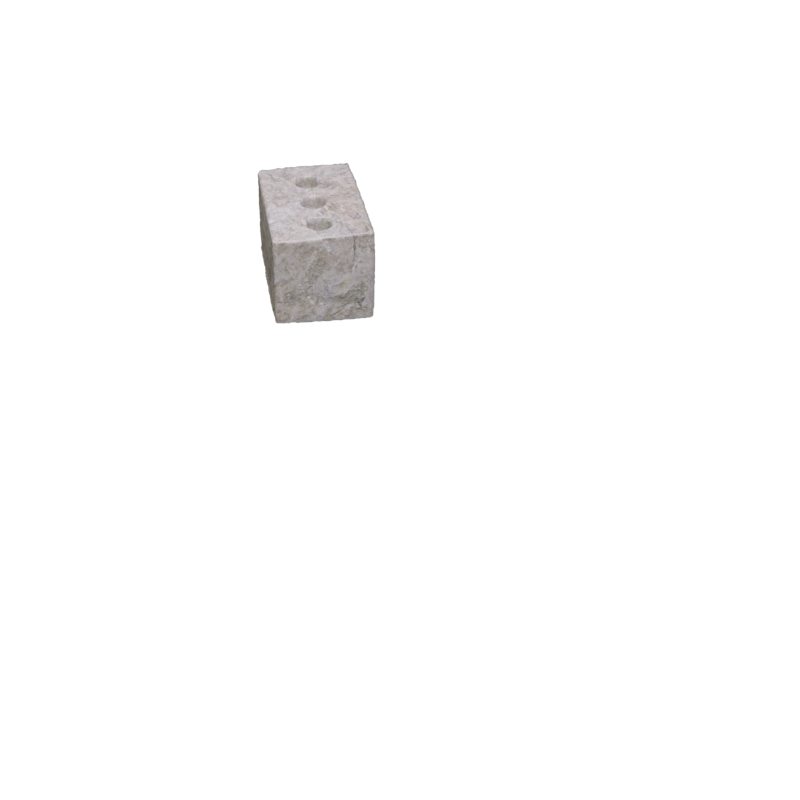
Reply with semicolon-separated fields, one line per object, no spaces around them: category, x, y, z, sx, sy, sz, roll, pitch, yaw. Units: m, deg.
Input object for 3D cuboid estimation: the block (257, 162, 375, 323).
block;-0.046;-0.084;0.590;0.052;0.048;0.084;-6;37;-10
